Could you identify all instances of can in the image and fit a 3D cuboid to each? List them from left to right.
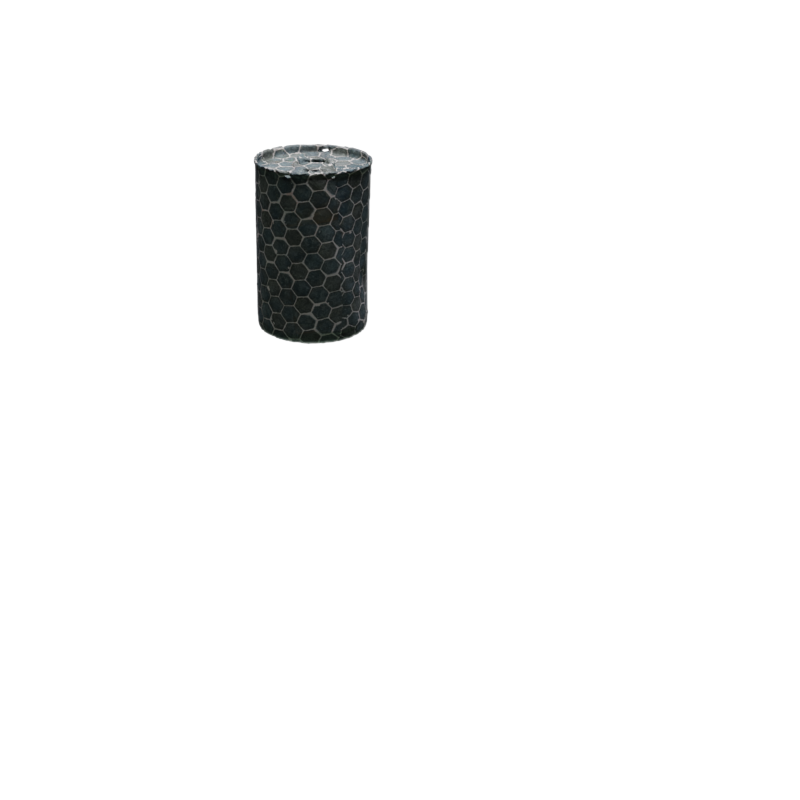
[{"bbox_3d":[-0.051,-0.093,0.648,0.068,0.098,0.072,0,22,-2],"label":"can"}]
